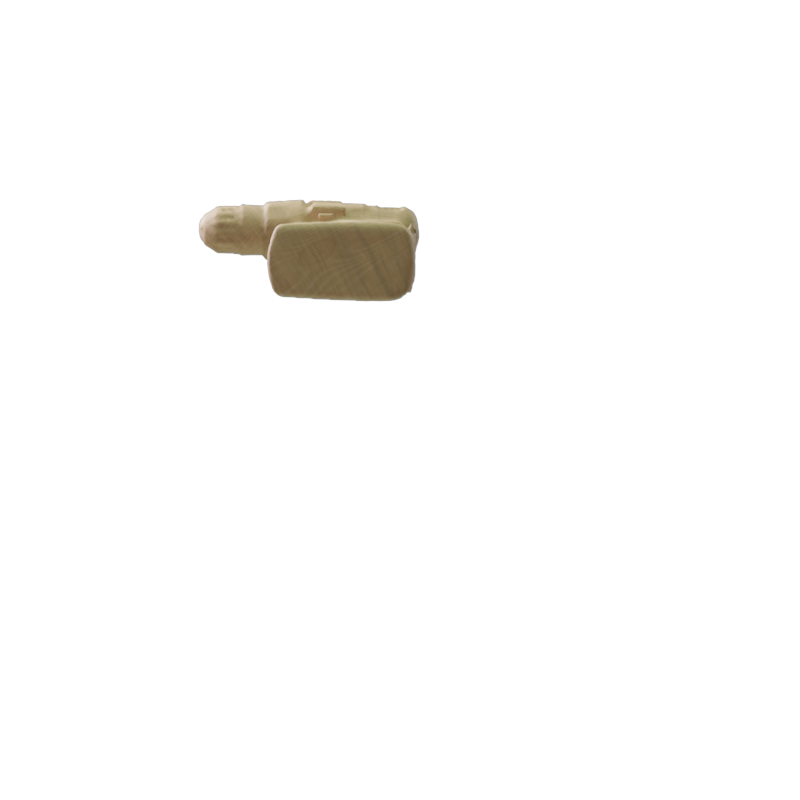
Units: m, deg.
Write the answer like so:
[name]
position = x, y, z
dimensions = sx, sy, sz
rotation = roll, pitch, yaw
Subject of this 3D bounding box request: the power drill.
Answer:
[power drill]
position = -0.068, -0.124, 0.865
dimensions = 0.183, 0.056, 0.195
rotation = -1, 17, -5
